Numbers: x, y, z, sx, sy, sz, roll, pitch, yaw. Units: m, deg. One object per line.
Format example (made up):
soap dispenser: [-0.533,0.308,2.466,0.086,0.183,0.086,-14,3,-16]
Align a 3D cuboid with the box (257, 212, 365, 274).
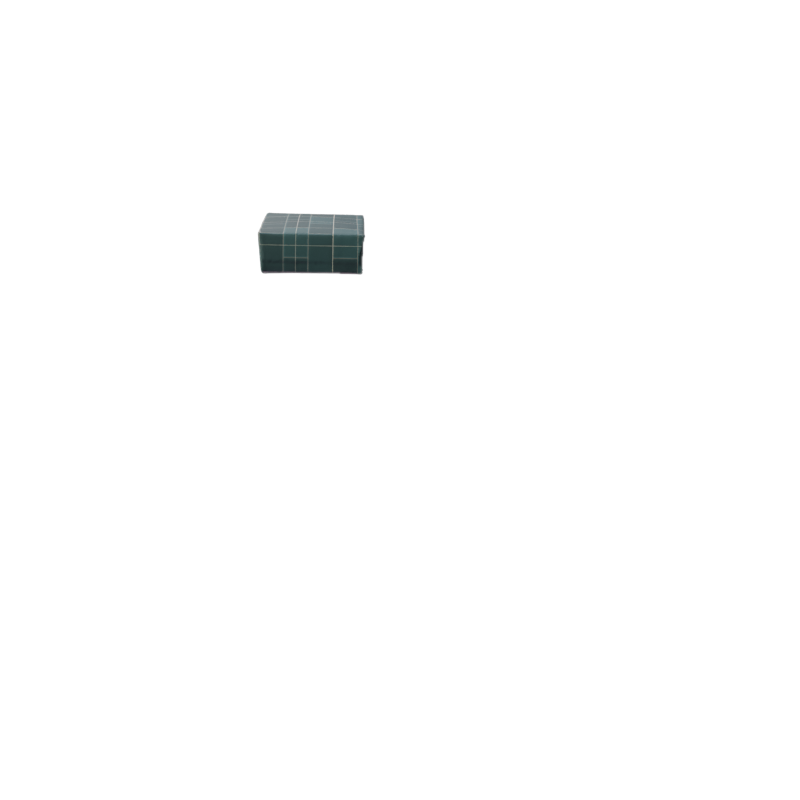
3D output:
box: [-0.076,-0.139,0.971,0.090,0.037,0.118,0,19,-1]
